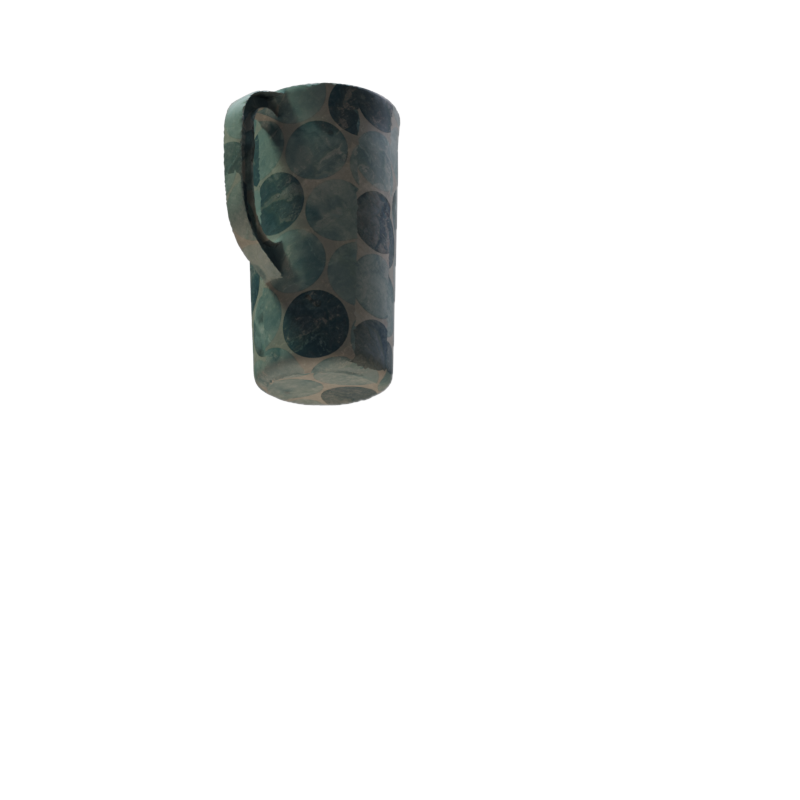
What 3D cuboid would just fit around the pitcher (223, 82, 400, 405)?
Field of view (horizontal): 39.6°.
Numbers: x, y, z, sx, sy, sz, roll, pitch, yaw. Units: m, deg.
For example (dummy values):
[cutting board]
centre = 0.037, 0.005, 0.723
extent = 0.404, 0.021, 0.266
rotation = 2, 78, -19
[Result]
[pitcher]
centre = -0.070, -0.128, 0.895
extent = 0.148, 0.256, 0.139
rotation = 1, -22, -6
